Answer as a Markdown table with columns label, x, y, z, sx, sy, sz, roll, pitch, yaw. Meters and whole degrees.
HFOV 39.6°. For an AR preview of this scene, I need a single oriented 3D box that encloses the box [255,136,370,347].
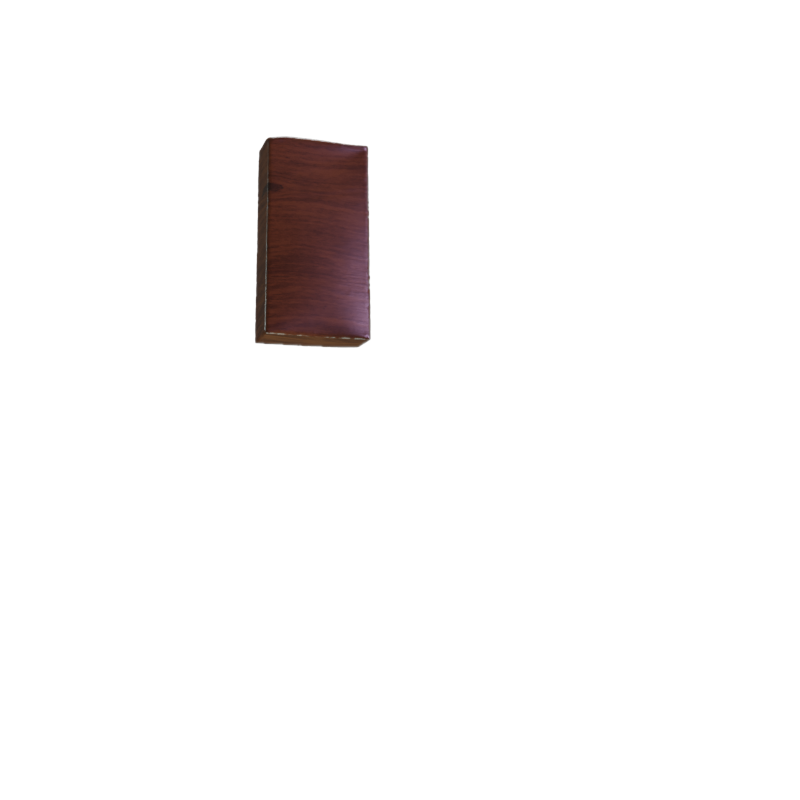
| label | x | y | z | sx | sy | sz | roll | pitch | yaw |
| --- | --- | --- | --- | --- | --- | --- | --- | --- | --- |
| box | -0.074 | -0.135 | 0.945 | 0.091 | 0.183 | 0.047 | 3 | -16 | -16 |
